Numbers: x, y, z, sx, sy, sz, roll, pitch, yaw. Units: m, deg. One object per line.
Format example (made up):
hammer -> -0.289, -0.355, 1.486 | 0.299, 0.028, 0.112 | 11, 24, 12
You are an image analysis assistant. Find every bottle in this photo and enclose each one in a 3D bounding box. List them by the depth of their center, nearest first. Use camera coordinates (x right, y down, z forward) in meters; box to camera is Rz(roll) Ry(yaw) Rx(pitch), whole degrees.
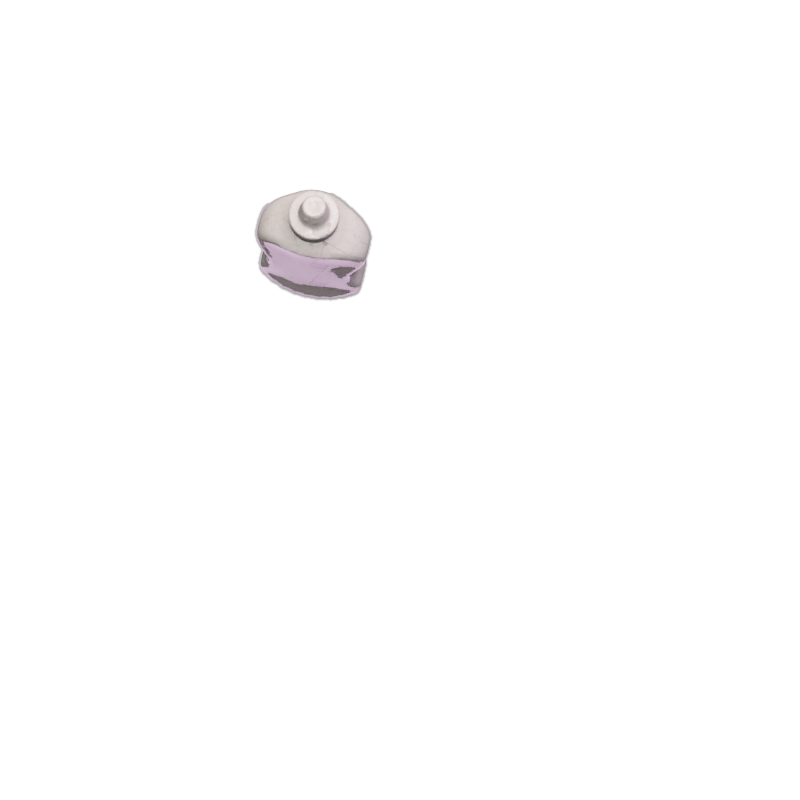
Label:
bottle -> -0.074, -0.136, 0.950 | 0.096, 0.060, 0.186 | 16, -10, -1
